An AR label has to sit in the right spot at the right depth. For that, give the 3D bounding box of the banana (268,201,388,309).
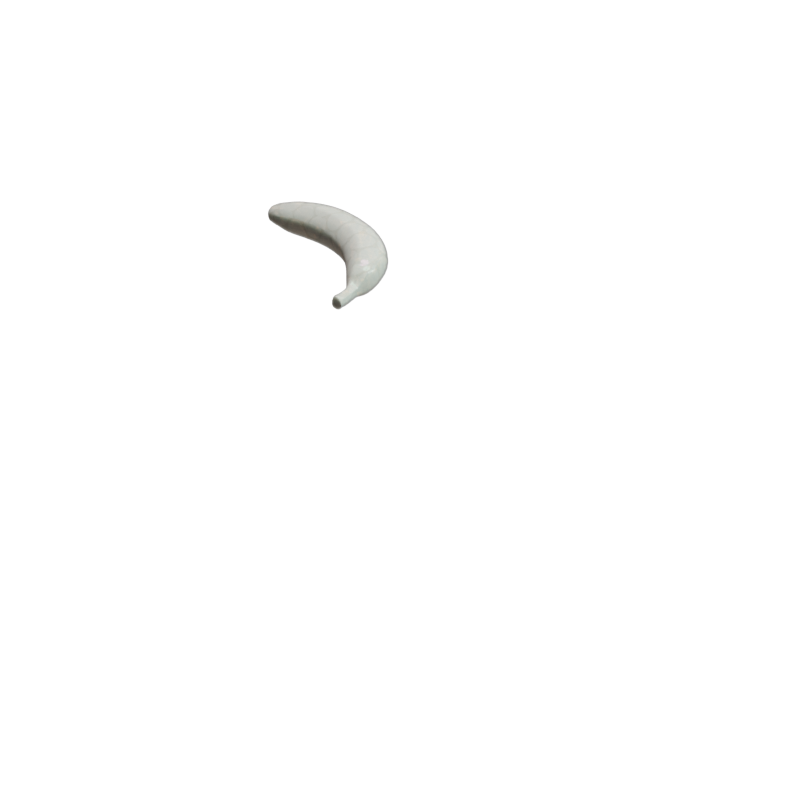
[{"bbox_3d":[-0.057,-0.140,0.971,0.068,0.035,0.212,-10,31,-18],"label":"banana"}]
